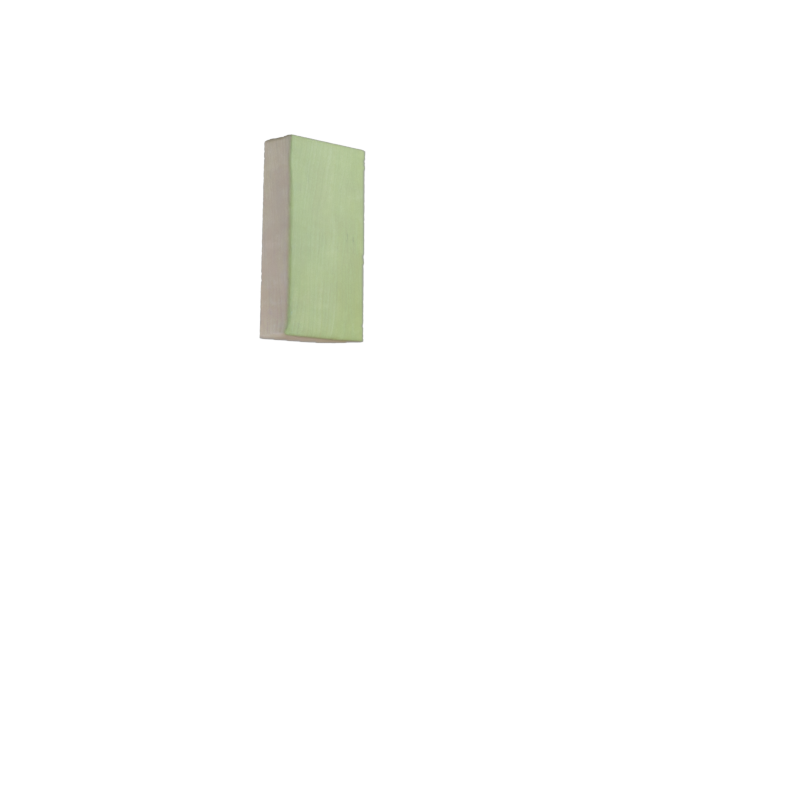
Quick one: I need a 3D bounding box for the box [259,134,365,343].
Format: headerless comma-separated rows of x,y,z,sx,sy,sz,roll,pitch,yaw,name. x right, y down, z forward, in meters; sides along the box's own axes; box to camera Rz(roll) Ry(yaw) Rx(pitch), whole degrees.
-0.077,-0.141,0.985,0.089,0.180,0.049,7,-12,-44,box
